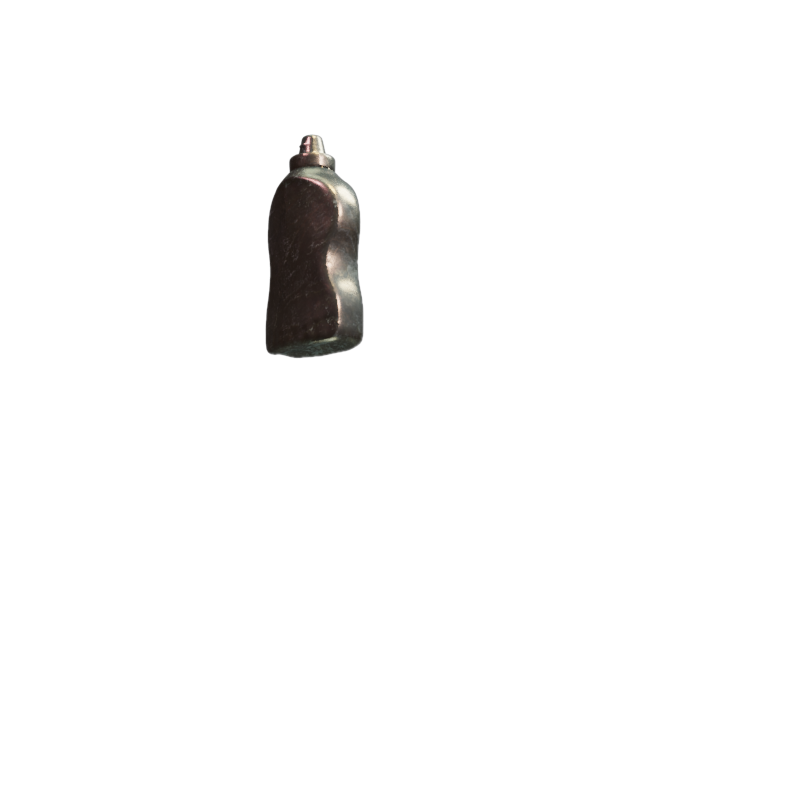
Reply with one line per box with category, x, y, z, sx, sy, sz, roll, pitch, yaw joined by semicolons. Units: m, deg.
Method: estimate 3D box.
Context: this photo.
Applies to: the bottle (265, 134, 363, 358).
bottle;-0.075;-0.137;0.960;0.055;0.199;0.098;12;-19;-40
